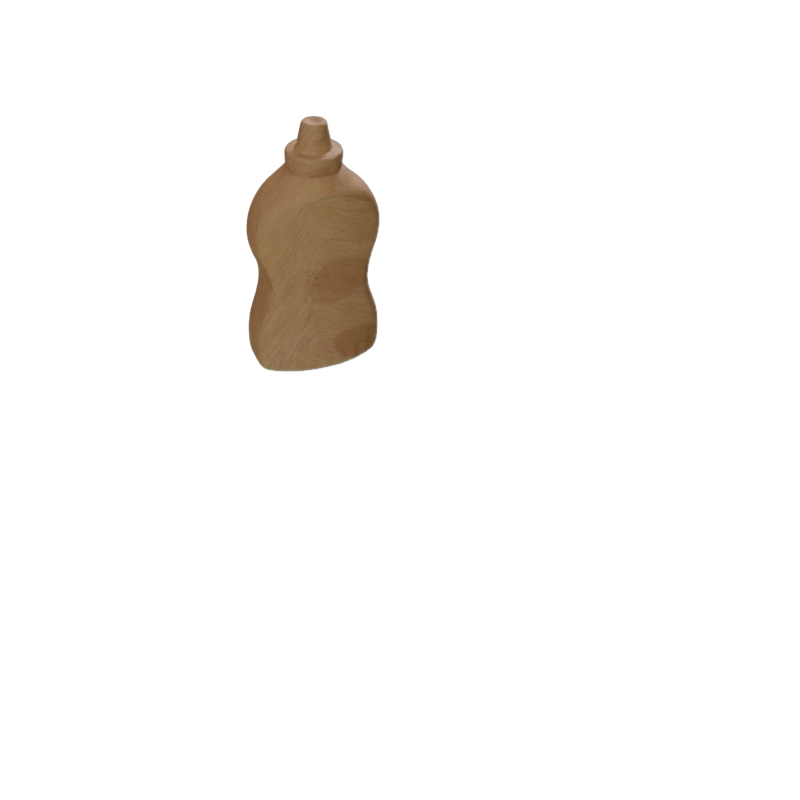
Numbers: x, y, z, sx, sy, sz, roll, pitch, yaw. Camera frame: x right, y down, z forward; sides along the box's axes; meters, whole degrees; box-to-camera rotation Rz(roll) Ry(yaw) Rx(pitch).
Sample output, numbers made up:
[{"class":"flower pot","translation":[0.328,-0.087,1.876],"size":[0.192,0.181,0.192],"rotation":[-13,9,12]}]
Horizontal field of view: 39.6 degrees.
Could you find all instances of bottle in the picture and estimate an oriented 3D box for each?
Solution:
[{"class":"bottle","translation":[-0.063,-0.115,0.804],"size":[0.095,0.180,0.063],"rotation":[-9,34,-17]}]
